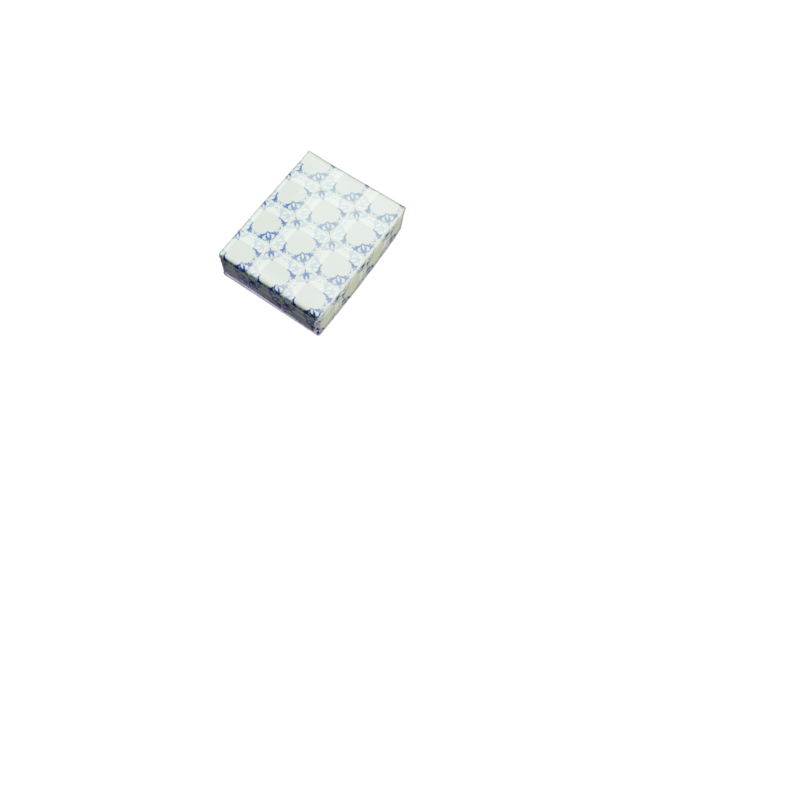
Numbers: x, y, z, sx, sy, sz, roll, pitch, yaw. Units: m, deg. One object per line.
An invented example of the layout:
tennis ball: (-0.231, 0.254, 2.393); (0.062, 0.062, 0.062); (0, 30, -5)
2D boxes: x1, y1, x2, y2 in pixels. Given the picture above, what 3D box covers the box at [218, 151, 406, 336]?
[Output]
box: (-0.064, -0.116, 0.814); (0.093, 0.116, 0.037); (31, -24, 15)
